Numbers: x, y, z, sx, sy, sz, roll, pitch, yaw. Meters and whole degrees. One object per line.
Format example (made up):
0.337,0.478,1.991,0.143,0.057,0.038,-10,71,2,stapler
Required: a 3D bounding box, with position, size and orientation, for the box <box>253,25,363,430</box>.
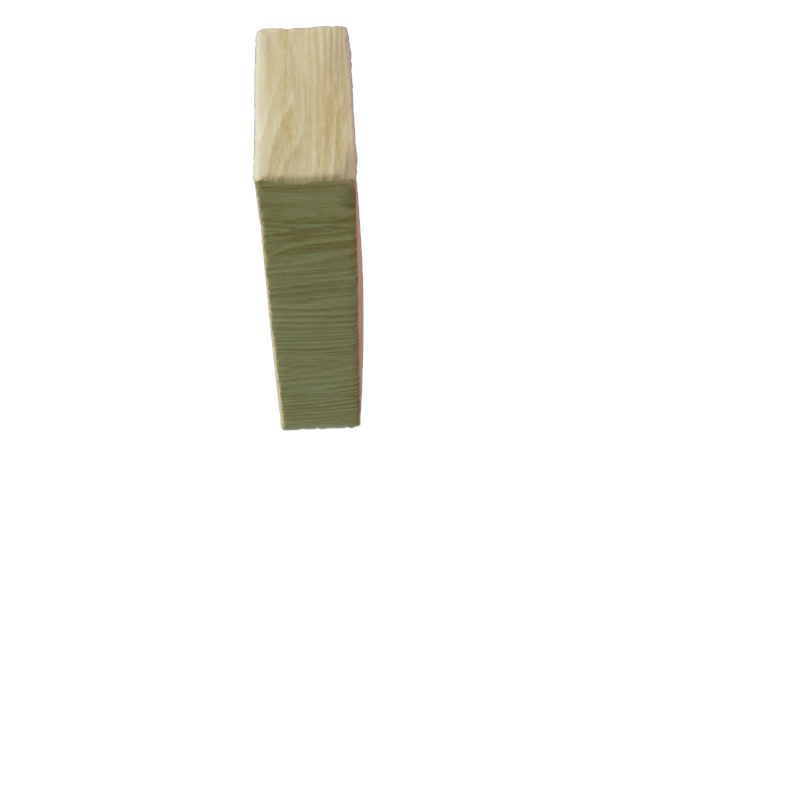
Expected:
-0.039,-0.072,0.504,0.048,0.100,0.165,-1,-36,-5,box
